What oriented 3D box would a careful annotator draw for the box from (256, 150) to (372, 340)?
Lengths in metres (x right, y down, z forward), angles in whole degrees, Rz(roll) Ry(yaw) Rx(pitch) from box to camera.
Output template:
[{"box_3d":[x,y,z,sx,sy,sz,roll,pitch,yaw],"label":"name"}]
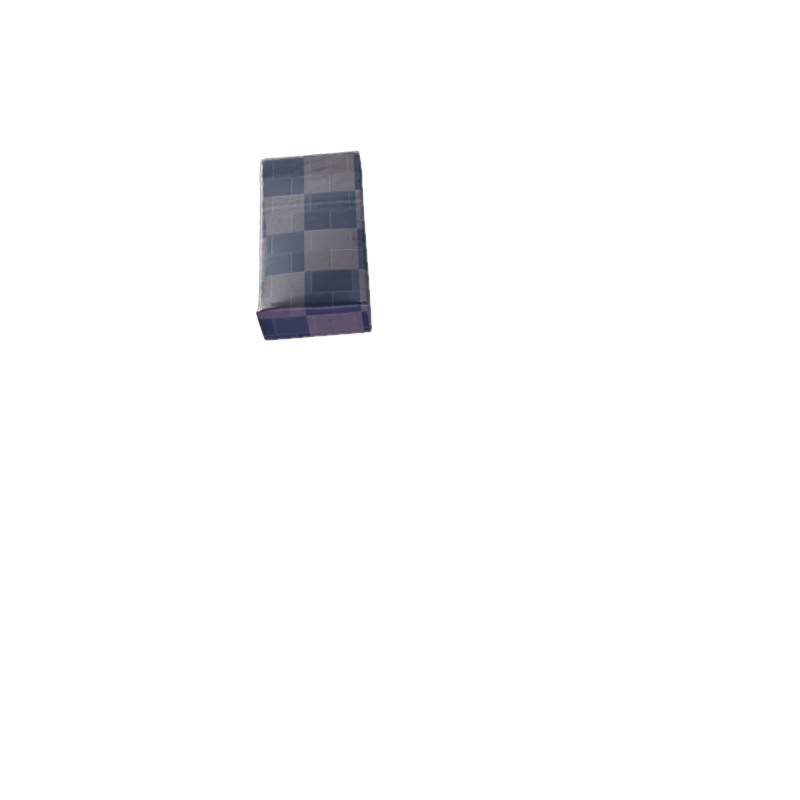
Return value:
[{"box_3d":[-0.075,-0.137,0.958,0.094,0.189,0.044,-5,-39,3],"label":"box"}]
